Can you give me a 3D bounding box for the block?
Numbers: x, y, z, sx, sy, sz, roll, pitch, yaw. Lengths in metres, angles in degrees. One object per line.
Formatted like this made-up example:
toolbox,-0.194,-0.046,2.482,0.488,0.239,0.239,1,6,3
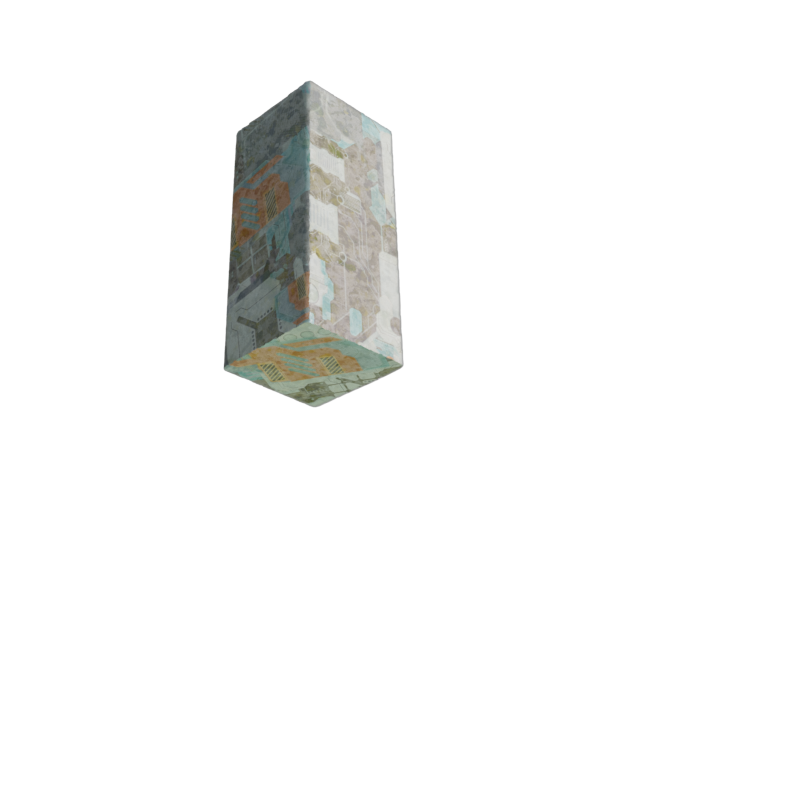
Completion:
block,-0.063,-0.114,0.803,0.085,0.220,0.090,26,-42,-38
